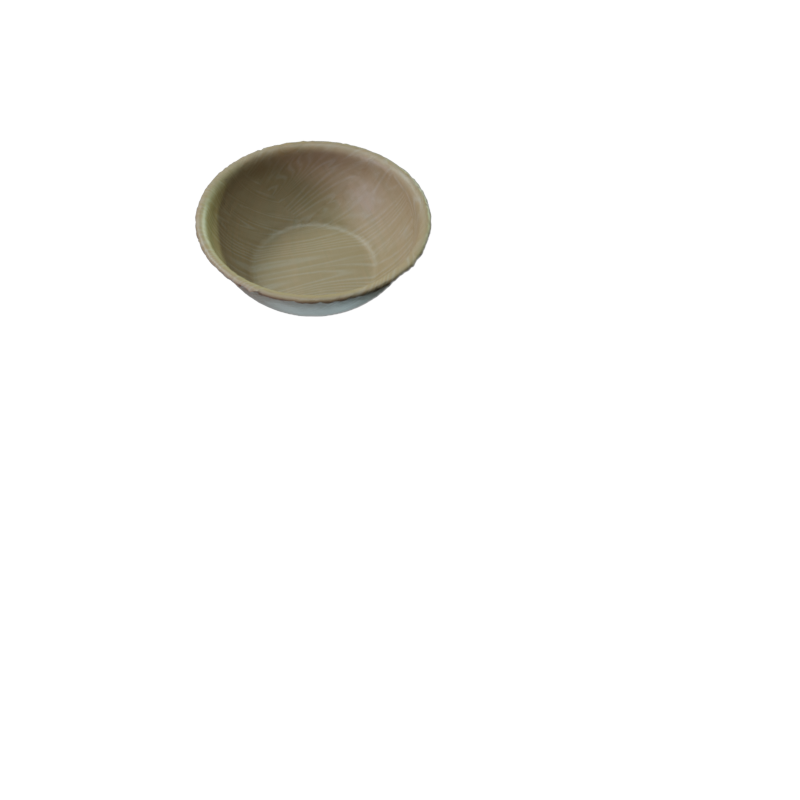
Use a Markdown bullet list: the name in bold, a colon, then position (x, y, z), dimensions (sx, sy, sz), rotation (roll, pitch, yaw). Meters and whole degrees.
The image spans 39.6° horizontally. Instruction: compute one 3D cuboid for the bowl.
- **bowl**: position (-0.061, -0.111, 0.776), dimensions (0.162, 0.174, 0.051), rotation (-1, -41, -1)
